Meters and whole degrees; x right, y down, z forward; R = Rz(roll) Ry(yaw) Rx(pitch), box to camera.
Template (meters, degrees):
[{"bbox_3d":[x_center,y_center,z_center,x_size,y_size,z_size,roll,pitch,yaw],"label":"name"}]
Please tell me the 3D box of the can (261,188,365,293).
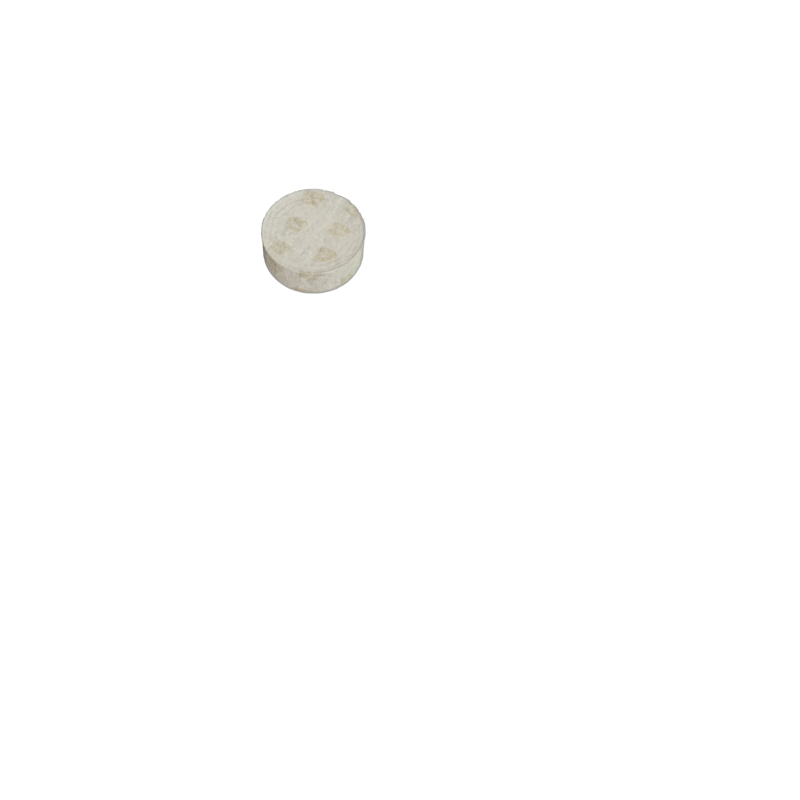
[{"bbox_3d":[-0.072,-0.131,0.918,0.086,0.092,0.031,-1,-32,-1],"label":"can"}]
